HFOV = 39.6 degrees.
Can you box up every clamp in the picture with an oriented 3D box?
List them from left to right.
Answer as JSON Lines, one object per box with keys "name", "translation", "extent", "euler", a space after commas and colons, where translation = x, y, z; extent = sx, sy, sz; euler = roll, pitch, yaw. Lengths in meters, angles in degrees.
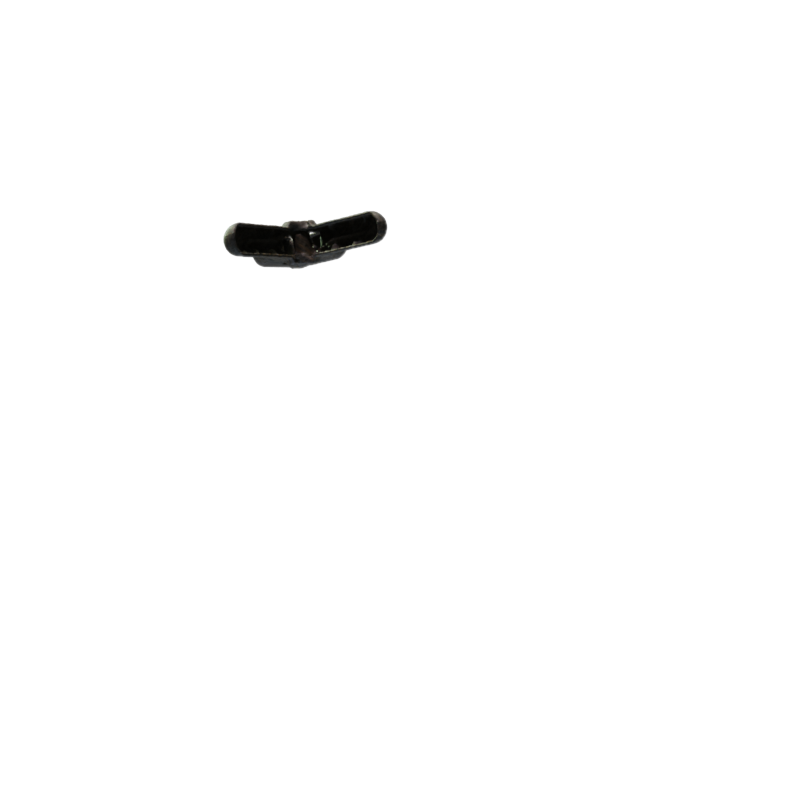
{"name": "clamp", "translation": [-0.069, -0.126, 0.885], "extent": [0.121, 0.039, 0.171], "euler": [0, 5, 2]}
